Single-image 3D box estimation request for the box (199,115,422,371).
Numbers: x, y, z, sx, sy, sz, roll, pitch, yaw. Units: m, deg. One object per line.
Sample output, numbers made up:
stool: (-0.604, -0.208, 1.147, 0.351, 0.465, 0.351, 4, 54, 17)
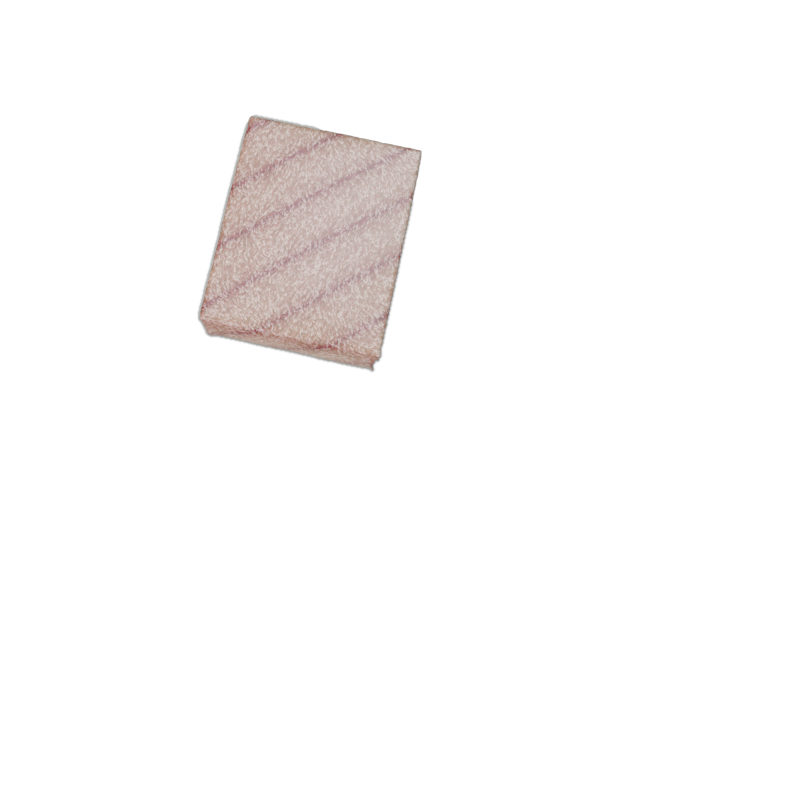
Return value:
box: (-0.044, -0.079, 0.557, 0.090, 0.117, 0.037, 11, -16, 2)
